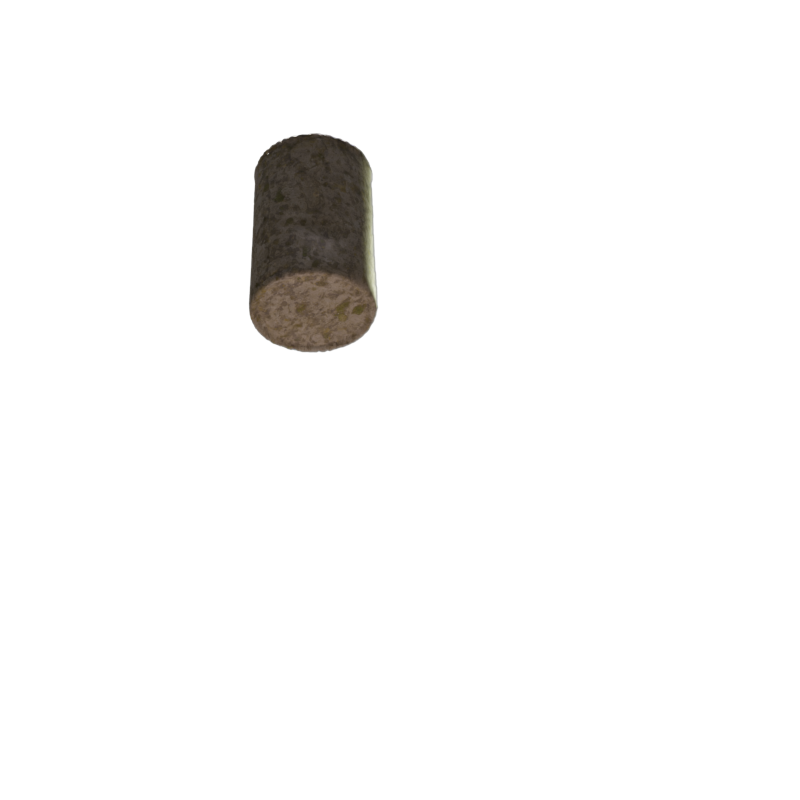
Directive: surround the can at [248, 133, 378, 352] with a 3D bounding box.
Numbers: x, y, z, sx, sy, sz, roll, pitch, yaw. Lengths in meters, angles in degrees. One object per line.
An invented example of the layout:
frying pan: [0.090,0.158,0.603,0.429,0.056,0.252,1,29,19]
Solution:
can: [-0.047,-0.086,0.602,0.068,0.110,0.064,-1,-39,-3]
